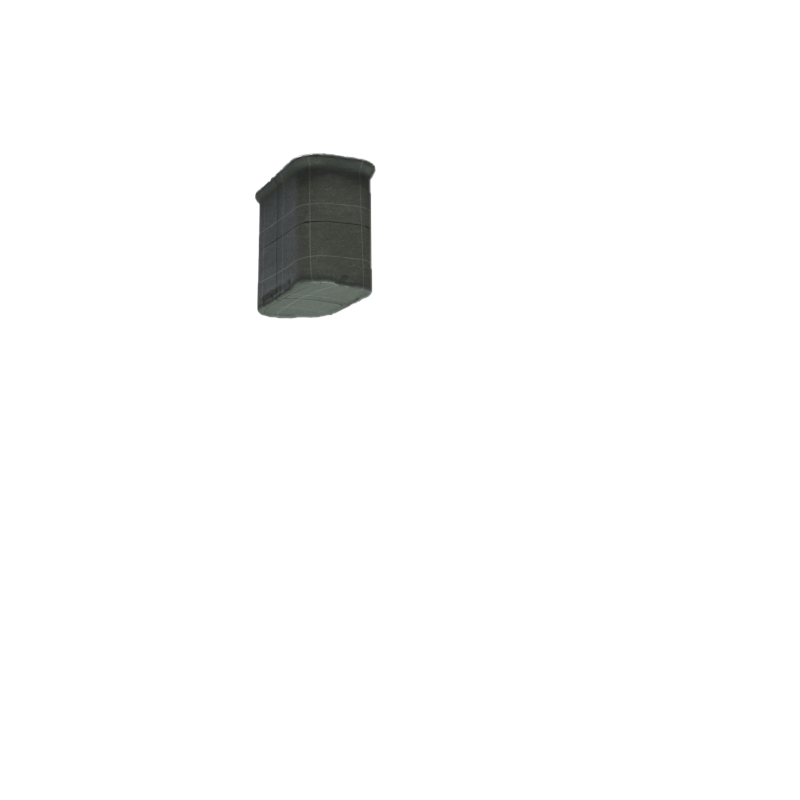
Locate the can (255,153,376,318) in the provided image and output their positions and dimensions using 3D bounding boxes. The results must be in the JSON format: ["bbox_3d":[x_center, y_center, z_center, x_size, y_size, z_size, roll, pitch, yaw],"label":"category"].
[{"bbox_3d":[-0.057,-0.103,0.722,0.055,0.087,0.102,6,-14,-25],"label":"can"}]
